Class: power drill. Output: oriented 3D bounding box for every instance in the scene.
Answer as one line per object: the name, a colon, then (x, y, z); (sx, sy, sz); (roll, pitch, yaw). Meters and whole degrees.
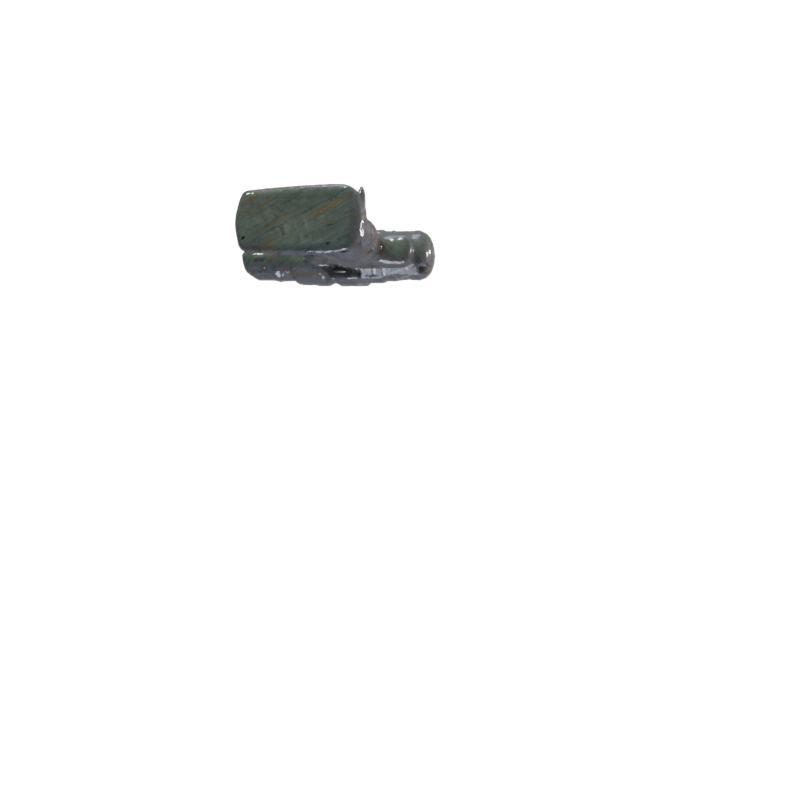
power drill: (-0.076, -0.139, 0.970); (0.188, 0.058, 0.181); (-1, -4, 16)
